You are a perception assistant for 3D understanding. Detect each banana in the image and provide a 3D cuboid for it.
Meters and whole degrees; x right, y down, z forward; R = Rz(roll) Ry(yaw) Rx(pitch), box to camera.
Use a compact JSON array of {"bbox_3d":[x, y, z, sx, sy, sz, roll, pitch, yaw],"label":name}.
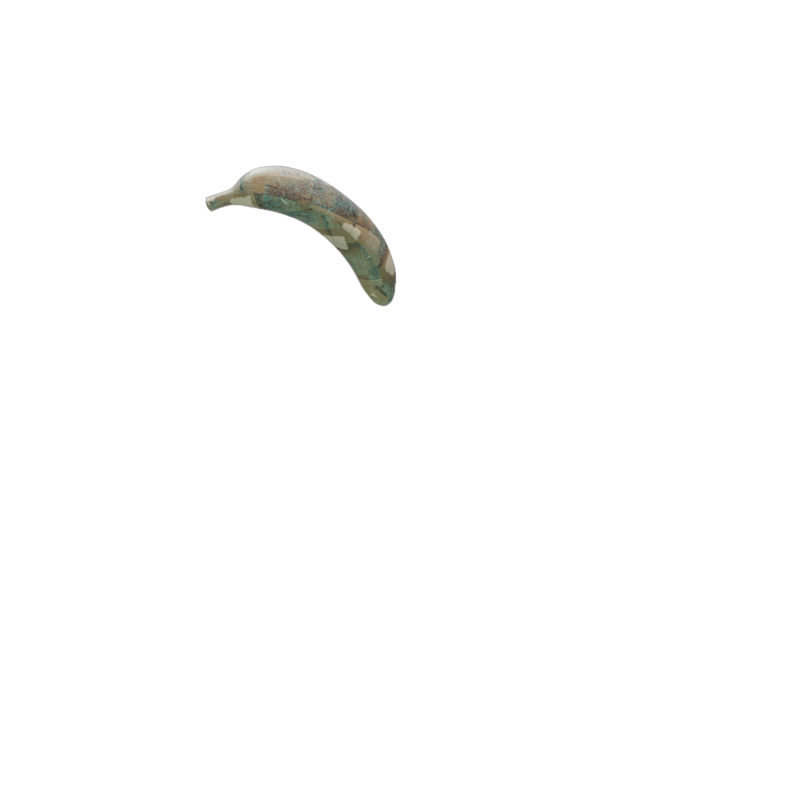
[{"bbox_3d":[-0.062,-0.141,0.909,0.186,0.039,0.069,29,-49,-30],"label":"banana"}]
